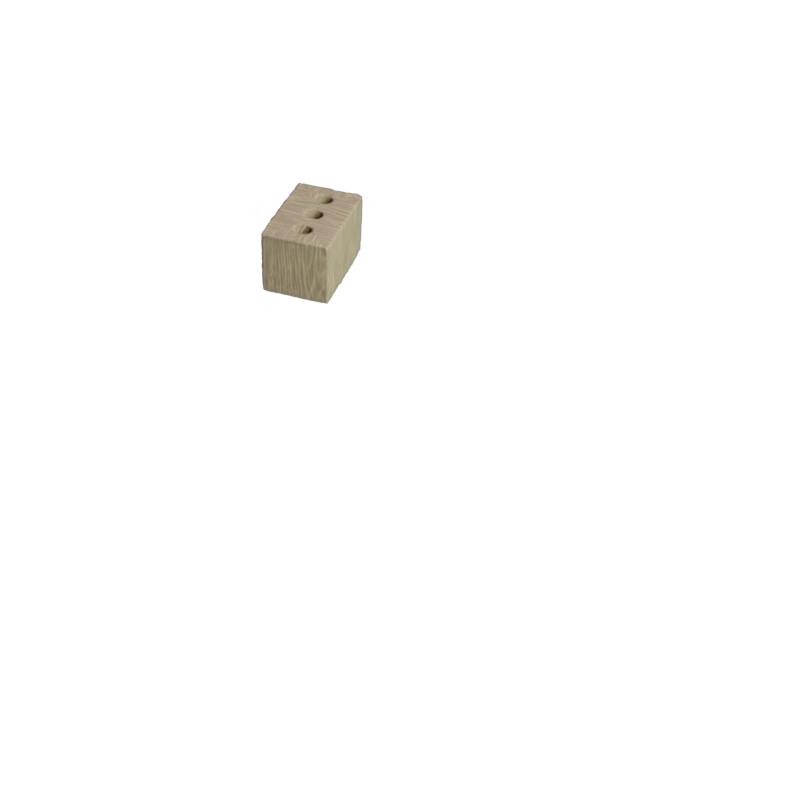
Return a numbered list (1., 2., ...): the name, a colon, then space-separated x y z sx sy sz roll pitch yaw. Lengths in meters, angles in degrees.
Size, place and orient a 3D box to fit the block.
1. block: -0.064 -0.117 0.819 0.054 0.048 0.081 12 40 13
